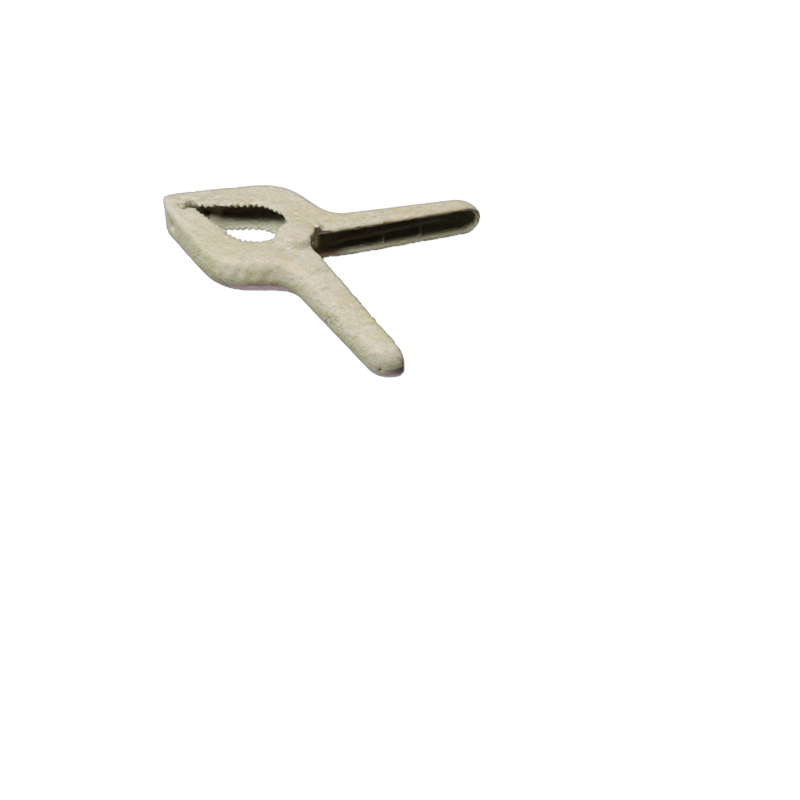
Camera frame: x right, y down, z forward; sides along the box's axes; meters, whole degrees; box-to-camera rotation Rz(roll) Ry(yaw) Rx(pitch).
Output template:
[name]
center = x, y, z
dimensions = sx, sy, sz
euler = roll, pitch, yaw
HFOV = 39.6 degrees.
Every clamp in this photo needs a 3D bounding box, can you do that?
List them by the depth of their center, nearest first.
[clamp]
center = -0.058, -0.106, 0.742
dimensions = 0.219, 0.034, 0.169
euler = 21, 47, 21
